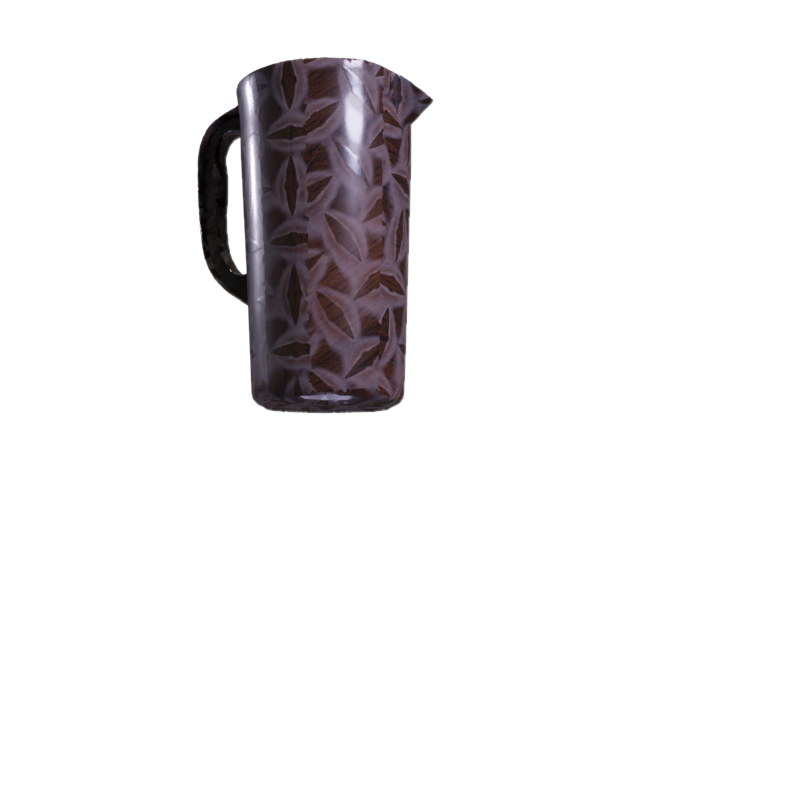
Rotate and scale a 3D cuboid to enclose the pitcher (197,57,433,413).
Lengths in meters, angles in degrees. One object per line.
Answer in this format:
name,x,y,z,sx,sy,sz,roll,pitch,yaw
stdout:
pitcher,-0.063,-0.115,0.808,0.141,0.250,0.150,4,-11,-22
